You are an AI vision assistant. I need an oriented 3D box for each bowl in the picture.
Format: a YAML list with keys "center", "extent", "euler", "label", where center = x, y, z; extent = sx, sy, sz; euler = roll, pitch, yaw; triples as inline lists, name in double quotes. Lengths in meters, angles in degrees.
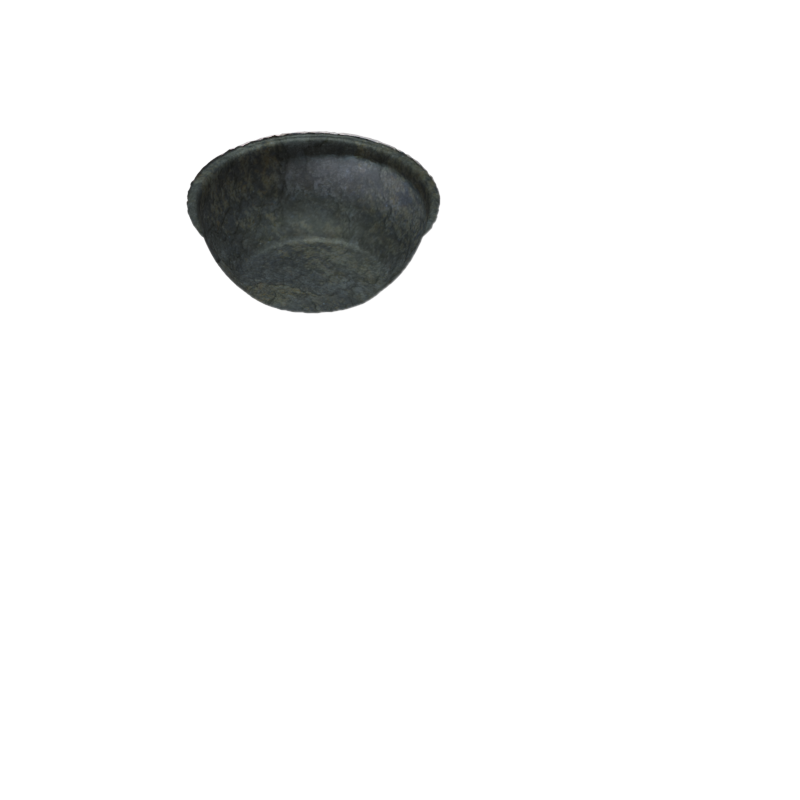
- center: [-0.054, -0.099, 0.696]
  extent: [0.162, 0.058, 0.153]
  euler: [1, -26, -2]
  label: "bowl"
